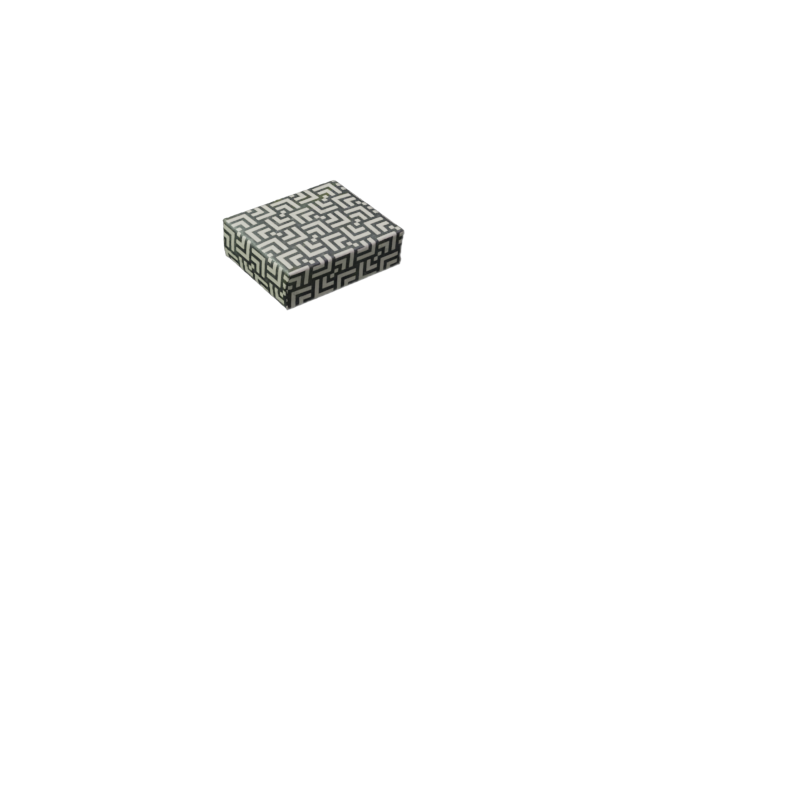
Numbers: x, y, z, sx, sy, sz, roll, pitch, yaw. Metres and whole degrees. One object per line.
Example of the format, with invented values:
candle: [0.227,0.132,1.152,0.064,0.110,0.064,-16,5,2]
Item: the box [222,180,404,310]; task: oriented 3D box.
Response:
box: [-0.068,-0.123,0.861,0.113,0.036,0.097,-27,47,-29]
